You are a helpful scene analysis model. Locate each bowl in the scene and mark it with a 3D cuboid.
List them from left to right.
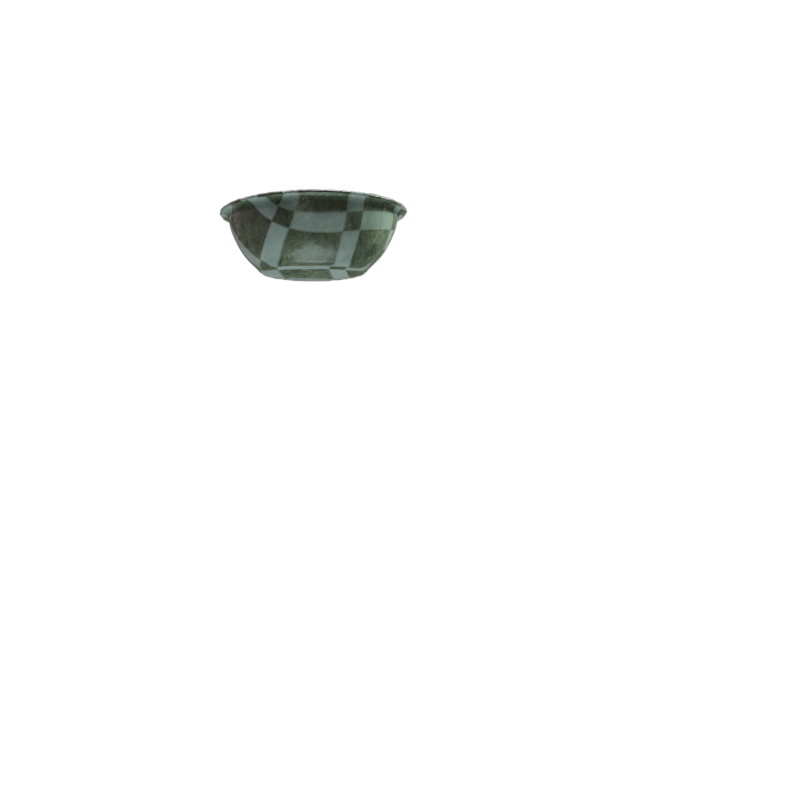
[{"bbox_3d":[-0.075,-0.136,0.955,0.162,0.056,0.159,0,-5,-2],"label":"bowl"}]
